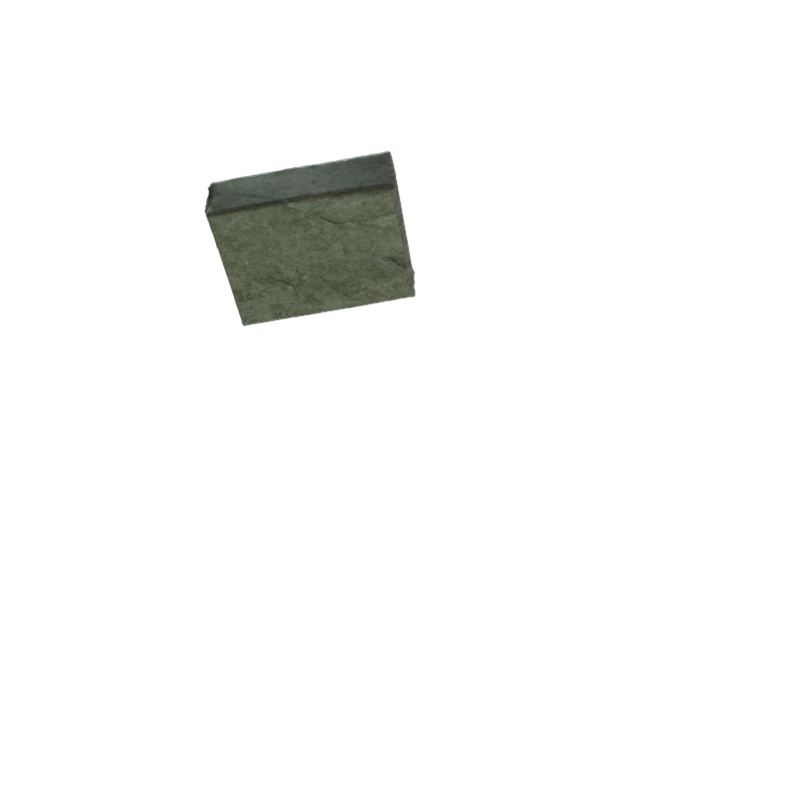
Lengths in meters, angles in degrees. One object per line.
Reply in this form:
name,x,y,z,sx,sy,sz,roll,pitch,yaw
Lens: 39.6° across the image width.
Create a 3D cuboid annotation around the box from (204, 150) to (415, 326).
box,-0.052,-0.096,0.670,0.114,0.083,0.042,-7,43,6
